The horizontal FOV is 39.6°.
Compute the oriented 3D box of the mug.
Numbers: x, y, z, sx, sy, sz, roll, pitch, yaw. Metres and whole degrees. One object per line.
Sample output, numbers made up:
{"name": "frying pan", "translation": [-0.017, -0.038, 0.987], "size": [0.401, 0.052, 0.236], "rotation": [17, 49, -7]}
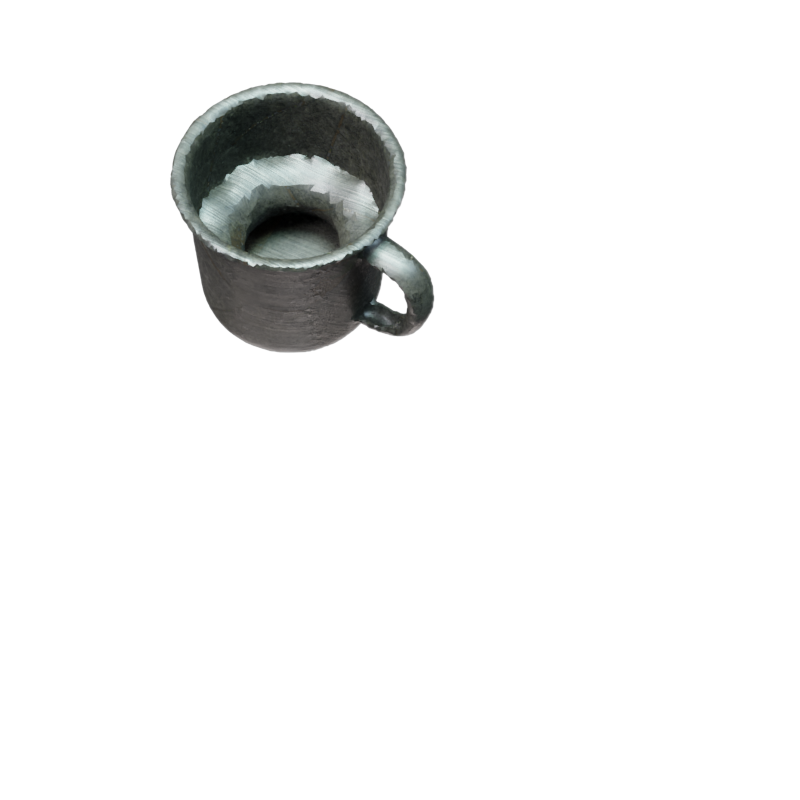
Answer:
{"name": "mug", "translation": [-0.036, -0.066, 0.465], "size": [0.122, 0.095, 0.076], "rotation": [31, -26, 16]}
